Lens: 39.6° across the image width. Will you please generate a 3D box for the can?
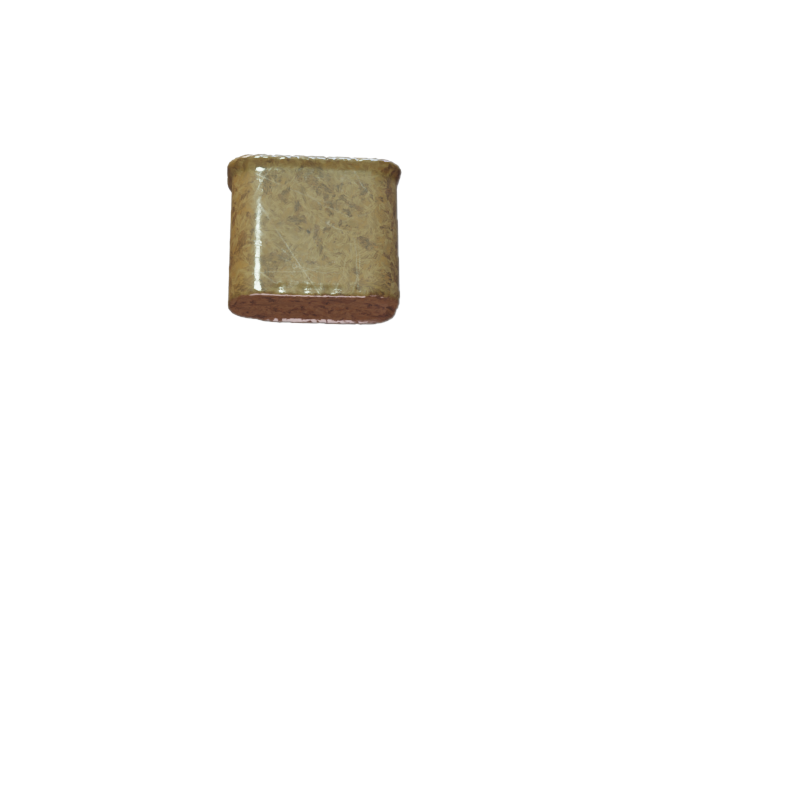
[{"bbox_3d":[-0.050,-0.091,0.640,0.101,0.088,0.055,1,-19,-5],"label":"can"}]
